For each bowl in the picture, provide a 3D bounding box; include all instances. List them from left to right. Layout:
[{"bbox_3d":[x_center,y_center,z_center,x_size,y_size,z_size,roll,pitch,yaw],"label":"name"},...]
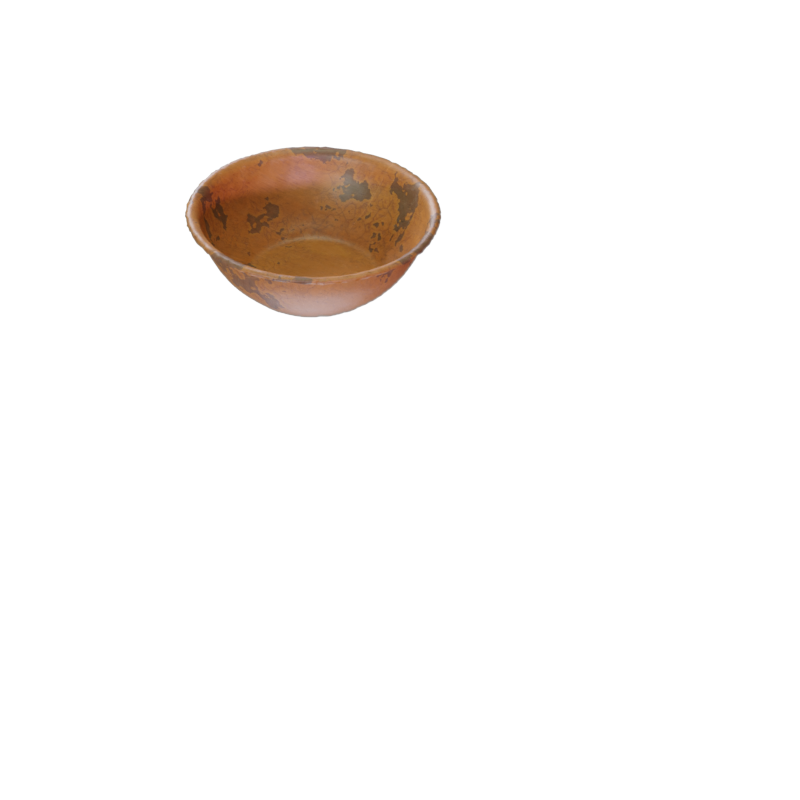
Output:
[{"bbox_3d":[-0.056,-0.102,0.716,0.162,0.051,0.174,-1,38,-2],"label":"bowl"}]
